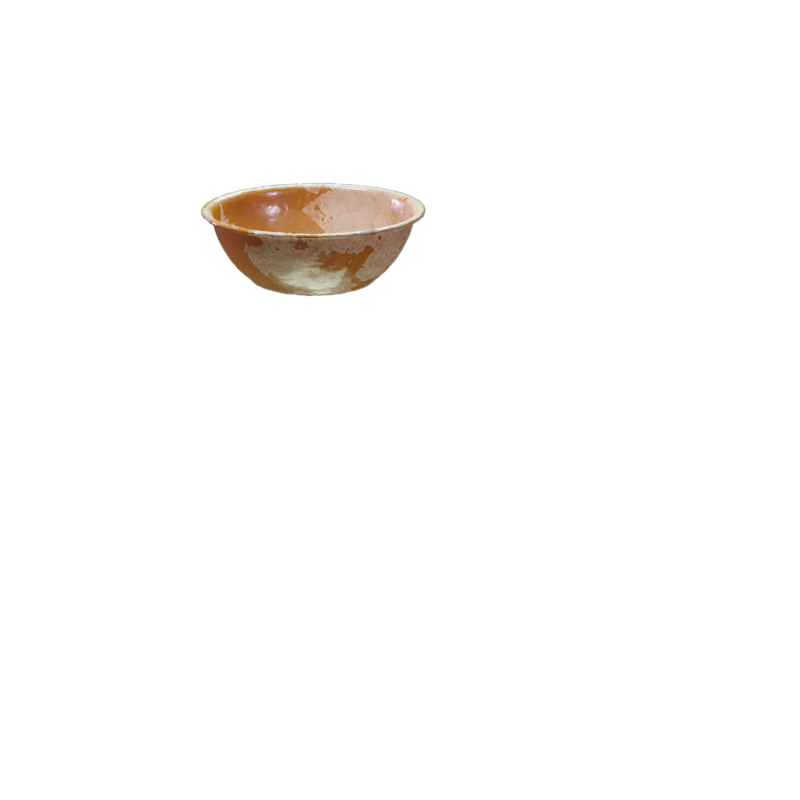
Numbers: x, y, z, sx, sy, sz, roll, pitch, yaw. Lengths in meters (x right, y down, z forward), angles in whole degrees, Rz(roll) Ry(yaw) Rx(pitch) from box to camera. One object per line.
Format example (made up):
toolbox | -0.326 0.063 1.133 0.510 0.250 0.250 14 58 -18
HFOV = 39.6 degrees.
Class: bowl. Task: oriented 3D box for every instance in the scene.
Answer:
bowl | -0.063 -0.115 0.806 0.162 0.053 0.169 -1 22 -2
